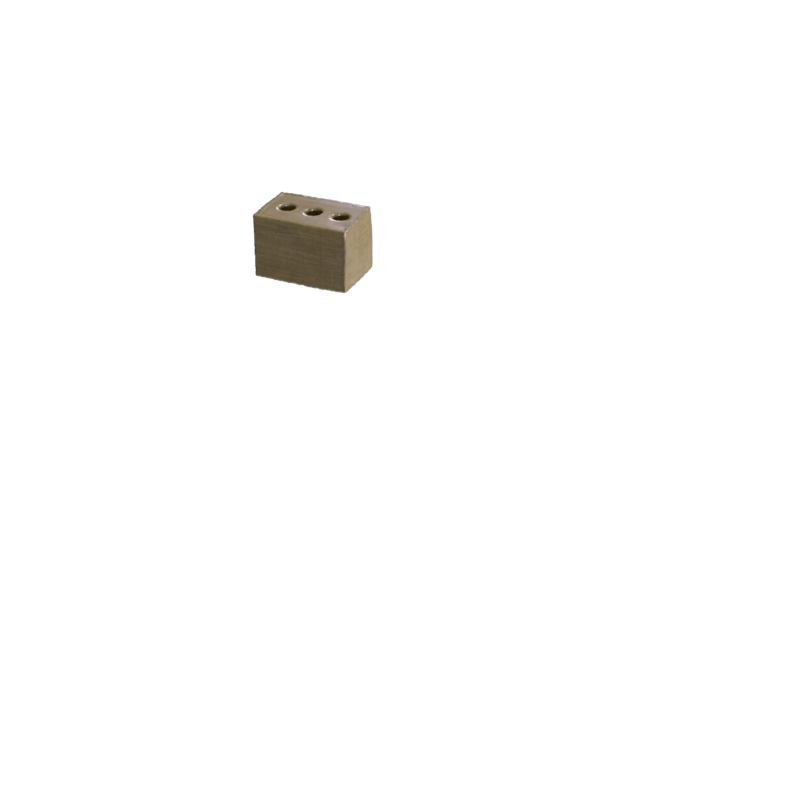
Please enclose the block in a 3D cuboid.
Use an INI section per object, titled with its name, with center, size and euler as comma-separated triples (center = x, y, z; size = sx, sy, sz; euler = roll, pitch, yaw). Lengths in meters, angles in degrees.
[block]
center = -0.066, -0.119, 0.837
size = 0.081, 0.048, 0.054
euler = 12, 30, 19
